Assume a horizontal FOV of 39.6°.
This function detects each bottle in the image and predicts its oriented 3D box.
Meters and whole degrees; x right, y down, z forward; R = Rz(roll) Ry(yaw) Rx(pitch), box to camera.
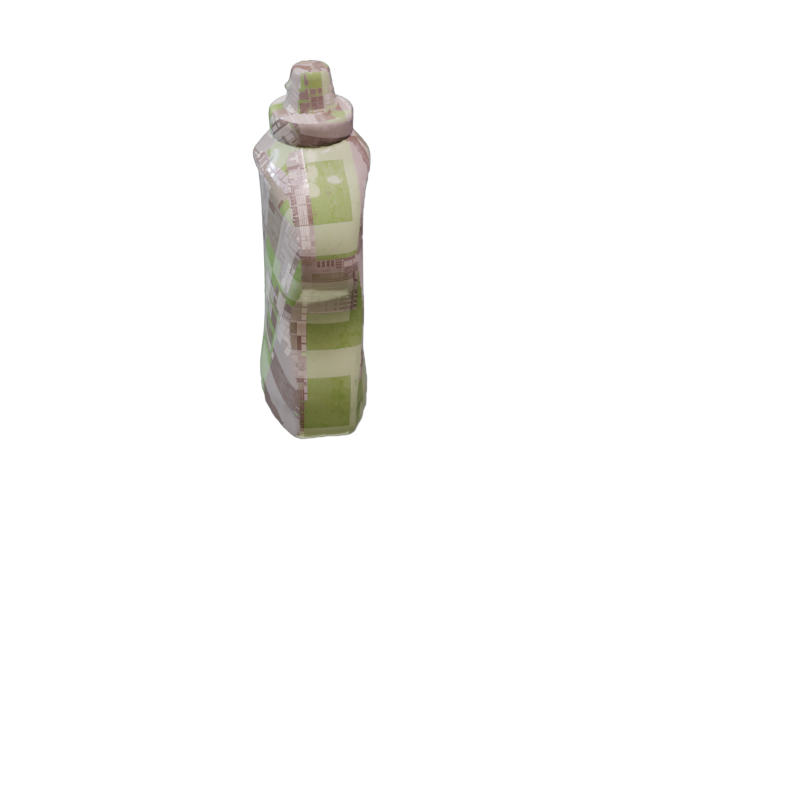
[{"bbox_3d":[-0.045,-0.081,0.570,0.058,0.180,0.103,-3,33,-9],"label":"bottle"}]
